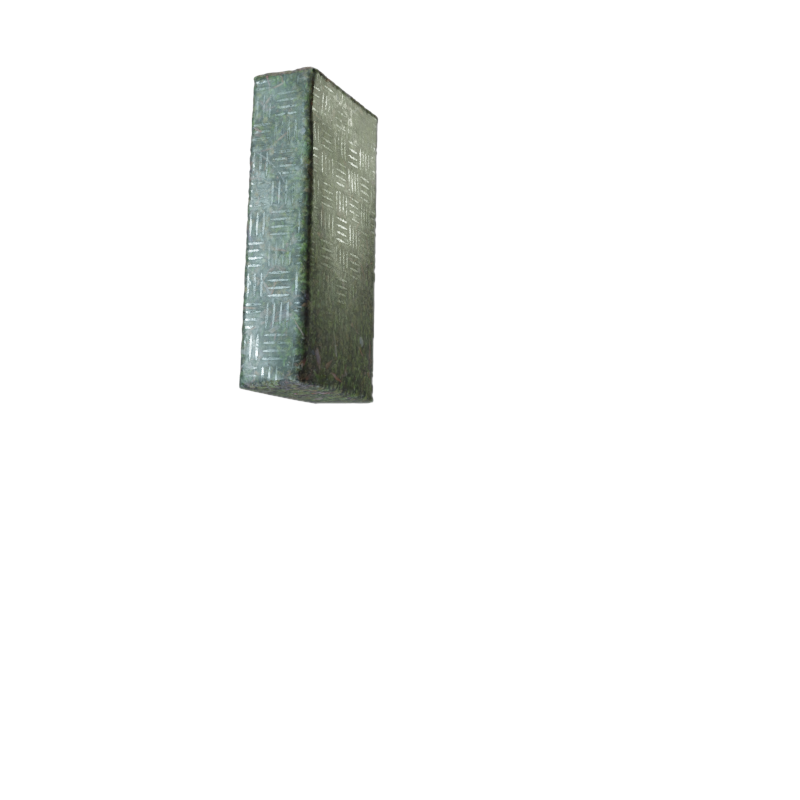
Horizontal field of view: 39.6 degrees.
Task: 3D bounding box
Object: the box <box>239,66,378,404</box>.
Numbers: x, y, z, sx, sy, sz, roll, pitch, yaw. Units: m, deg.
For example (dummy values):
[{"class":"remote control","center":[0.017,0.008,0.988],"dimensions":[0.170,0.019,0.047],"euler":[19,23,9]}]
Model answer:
[{"class":"box","center":[-0.050,-0.090,0.632],"dimensions":[0.049,0.182,0.088],"euler":[-7,-14,23]}]
